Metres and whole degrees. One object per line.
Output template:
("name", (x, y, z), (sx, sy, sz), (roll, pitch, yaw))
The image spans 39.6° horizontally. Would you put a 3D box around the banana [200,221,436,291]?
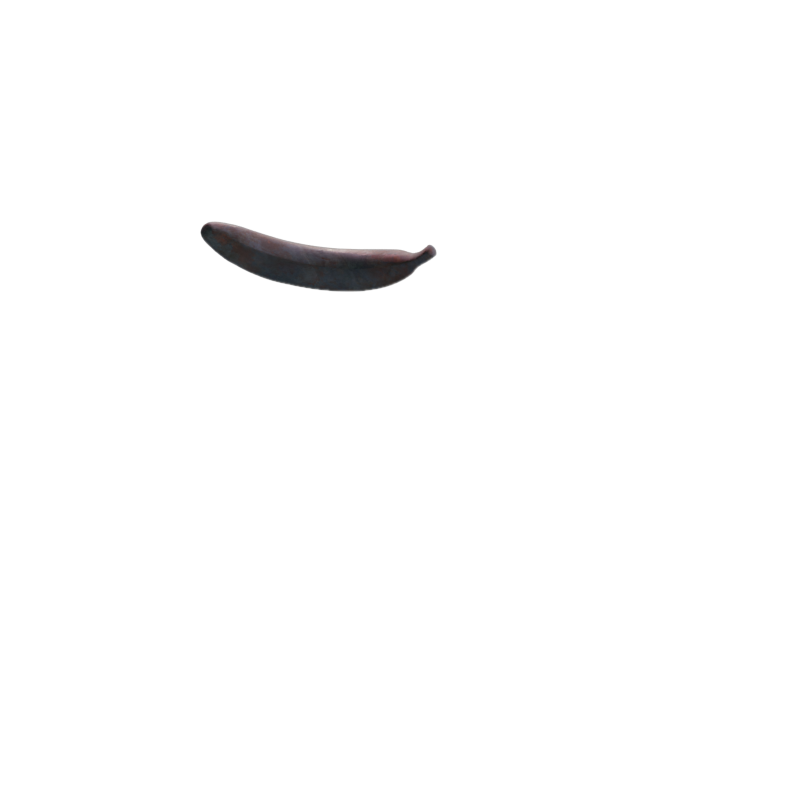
("banana", (-0.073, -0.123, 0.952), (0.196, 0.039, 0.065), (4, -39, -5))
